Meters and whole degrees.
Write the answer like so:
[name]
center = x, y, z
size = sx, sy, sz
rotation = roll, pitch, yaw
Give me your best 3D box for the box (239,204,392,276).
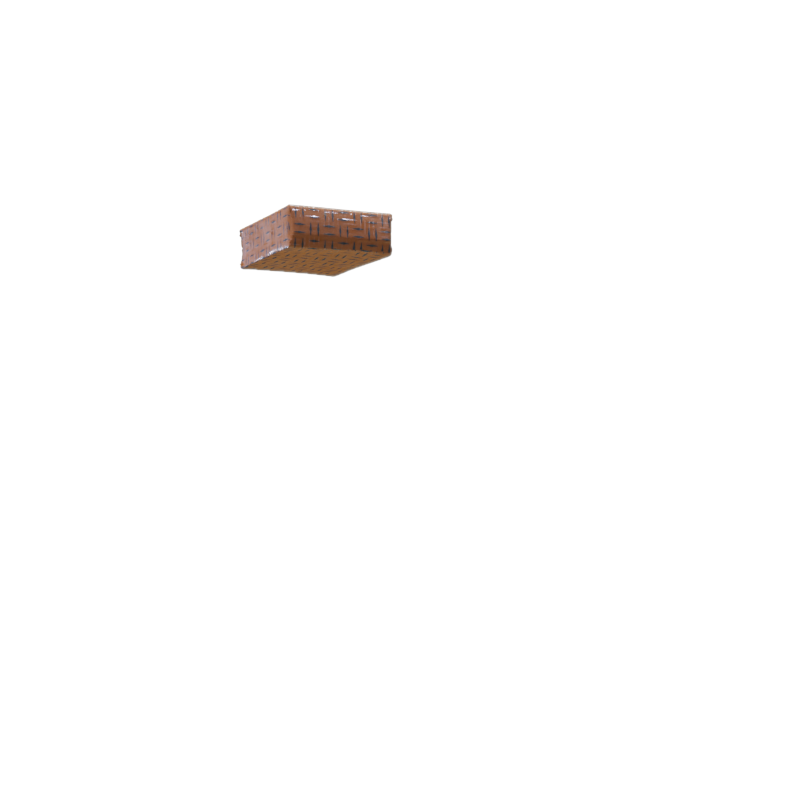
[box]
center = -0.070, -0.129, 0.902
size = 0.087, 0.040, 0.115
rotation = 3, -6, -27
